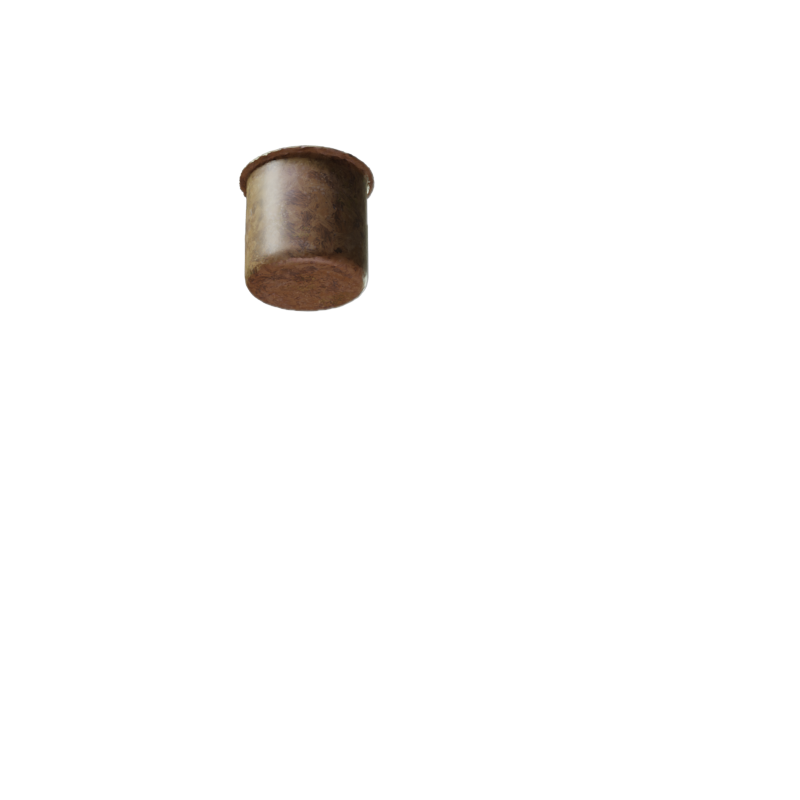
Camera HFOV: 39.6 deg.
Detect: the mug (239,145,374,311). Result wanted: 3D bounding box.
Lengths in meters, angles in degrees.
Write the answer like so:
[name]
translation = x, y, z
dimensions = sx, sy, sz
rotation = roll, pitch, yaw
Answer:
[mug]
translation = -0.059, -0.107, 0.750
dimensions = 0.095, 0.086, 0.109
rotation = -9, -25, 17
